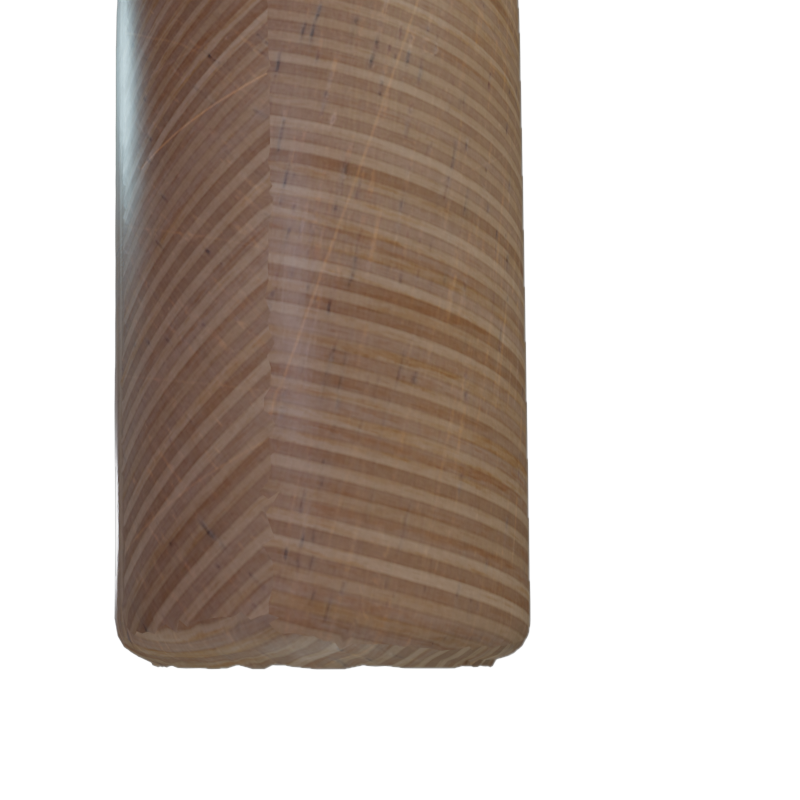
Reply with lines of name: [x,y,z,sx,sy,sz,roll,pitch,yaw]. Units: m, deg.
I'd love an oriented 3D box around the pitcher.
pitcher: [-0.027,-0.048,0.339,0.148,0.254,0.140,-10,-20,27]
